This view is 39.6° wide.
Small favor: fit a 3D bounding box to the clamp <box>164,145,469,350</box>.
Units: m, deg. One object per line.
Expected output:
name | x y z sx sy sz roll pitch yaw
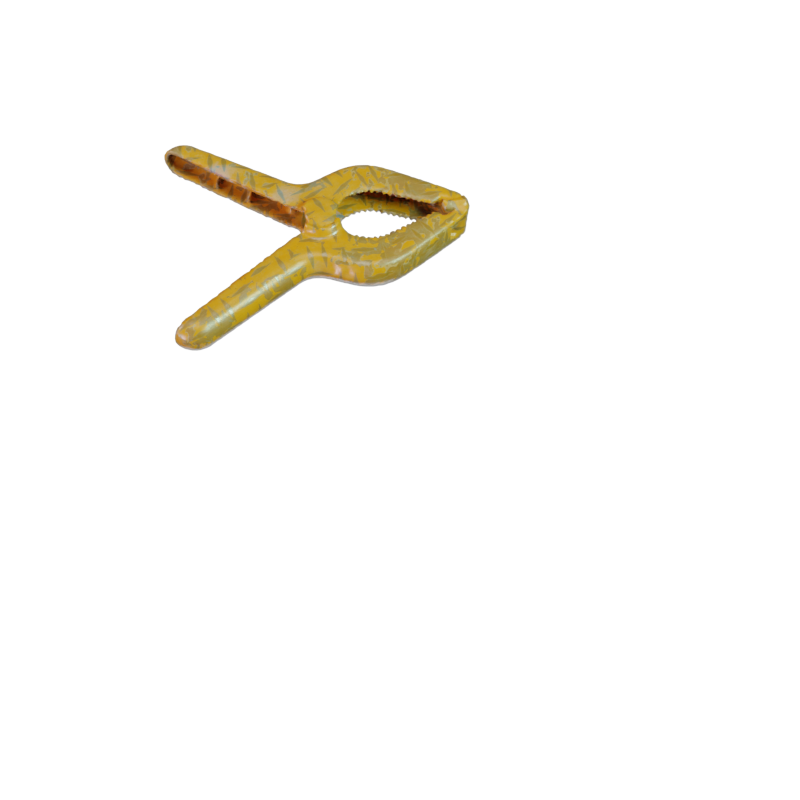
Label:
clamp | -0.058 -0.106 0.742 0.210 0.176 0.034 -1 -34 -1
